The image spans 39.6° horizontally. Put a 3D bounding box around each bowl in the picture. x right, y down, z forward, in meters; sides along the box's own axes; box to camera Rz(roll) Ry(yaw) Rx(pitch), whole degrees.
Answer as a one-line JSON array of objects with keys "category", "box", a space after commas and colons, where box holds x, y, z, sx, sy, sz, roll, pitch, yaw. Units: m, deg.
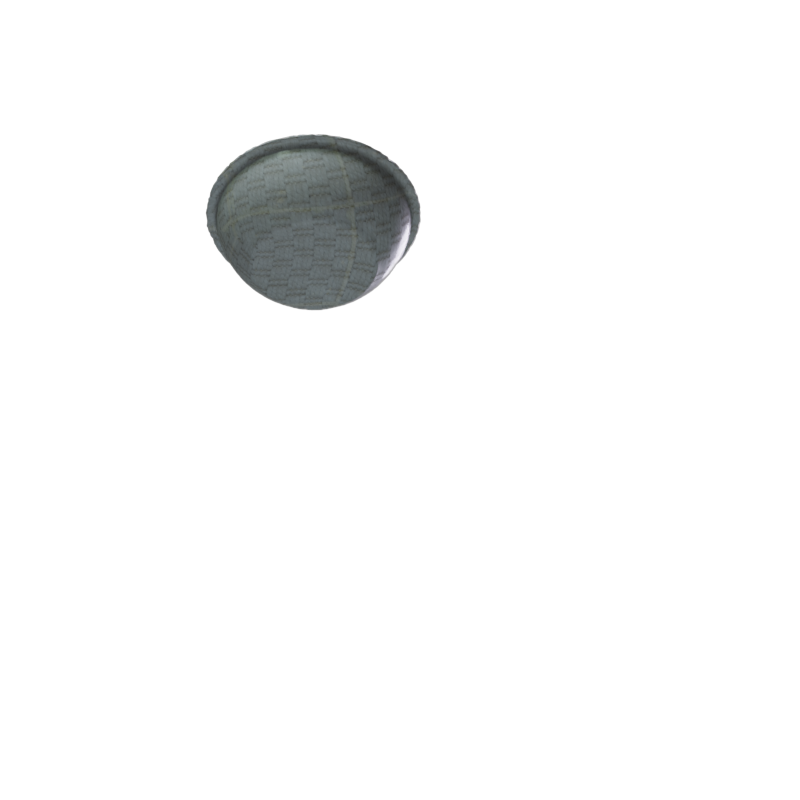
[{"category": "bowl", "box": [-0.064, -0.117, 0.817, 0.162, 0.059, 0.151, 1, -43, -1]}]
